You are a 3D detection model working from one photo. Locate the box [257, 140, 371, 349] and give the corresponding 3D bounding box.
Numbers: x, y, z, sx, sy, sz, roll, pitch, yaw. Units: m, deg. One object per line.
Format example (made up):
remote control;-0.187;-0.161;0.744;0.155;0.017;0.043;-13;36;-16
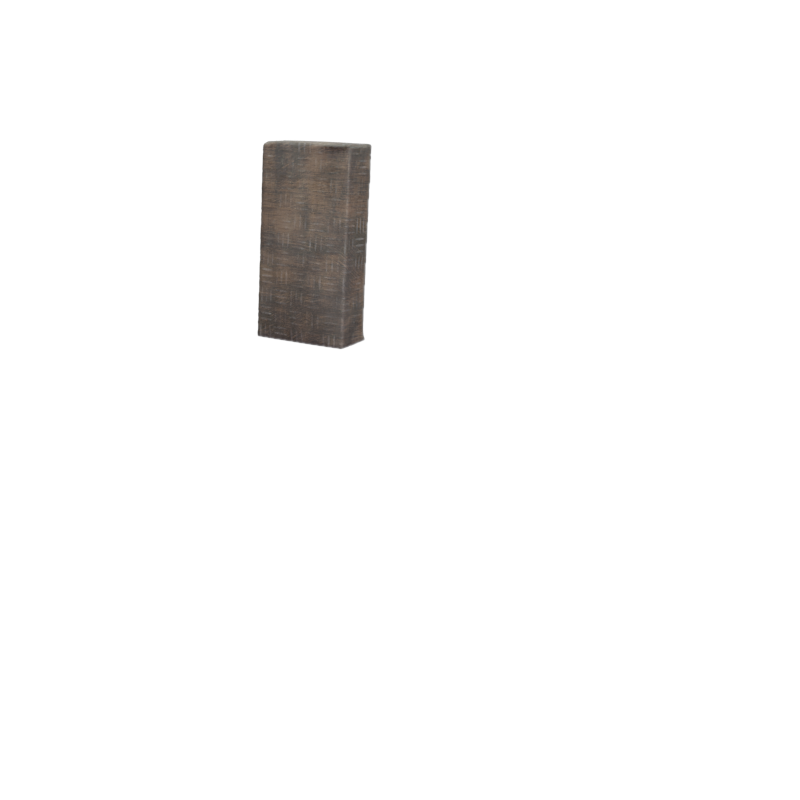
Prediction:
box;-0.077;-0.139;0.977;0.097;0.173;0.047;6;10;30
